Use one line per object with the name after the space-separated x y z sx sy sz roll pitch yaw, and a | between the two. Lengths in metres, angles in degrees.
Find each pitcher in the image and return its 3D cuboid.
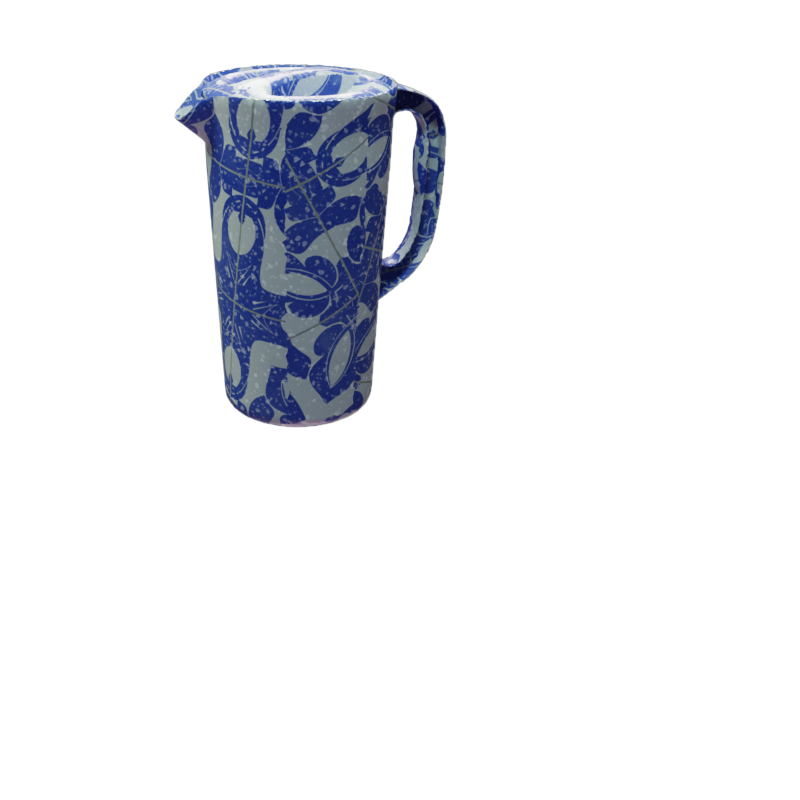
-0.061 -0.111 0.780 0.155 0.232 0.146 11 24 22 | pitcher
